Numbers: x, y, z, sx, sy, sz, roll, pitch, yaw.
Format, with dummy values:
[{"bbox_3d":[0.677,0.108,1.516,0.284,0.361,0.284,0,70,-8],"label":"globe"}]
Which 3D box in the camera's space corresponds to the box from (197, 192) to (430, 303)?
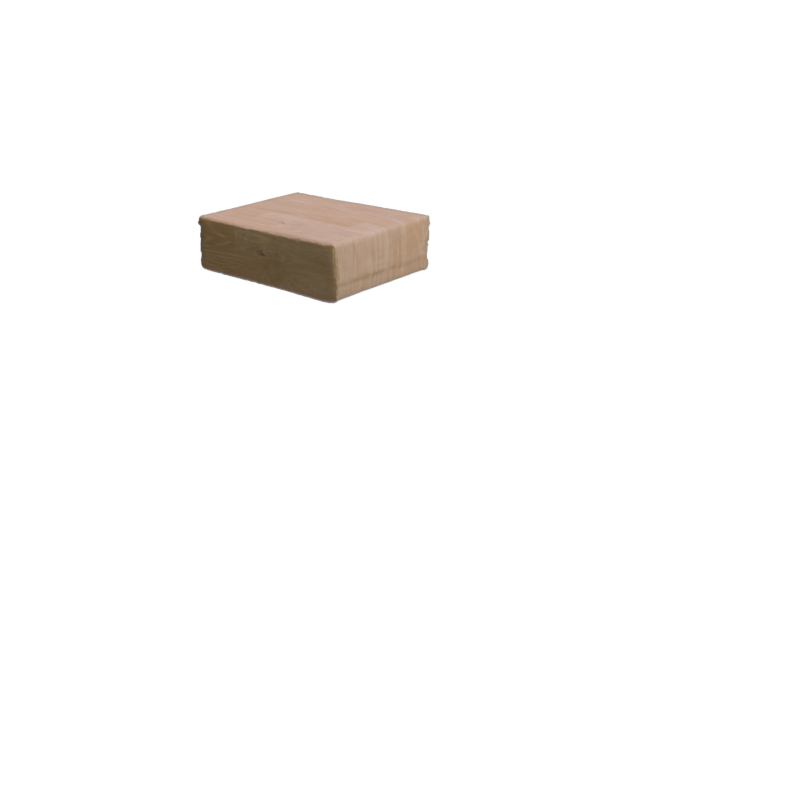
[{"bbox_3d":[-0.053,-0.096,0.673,0.120,0.037,0.089,19,29,36],"label":"box"}]
